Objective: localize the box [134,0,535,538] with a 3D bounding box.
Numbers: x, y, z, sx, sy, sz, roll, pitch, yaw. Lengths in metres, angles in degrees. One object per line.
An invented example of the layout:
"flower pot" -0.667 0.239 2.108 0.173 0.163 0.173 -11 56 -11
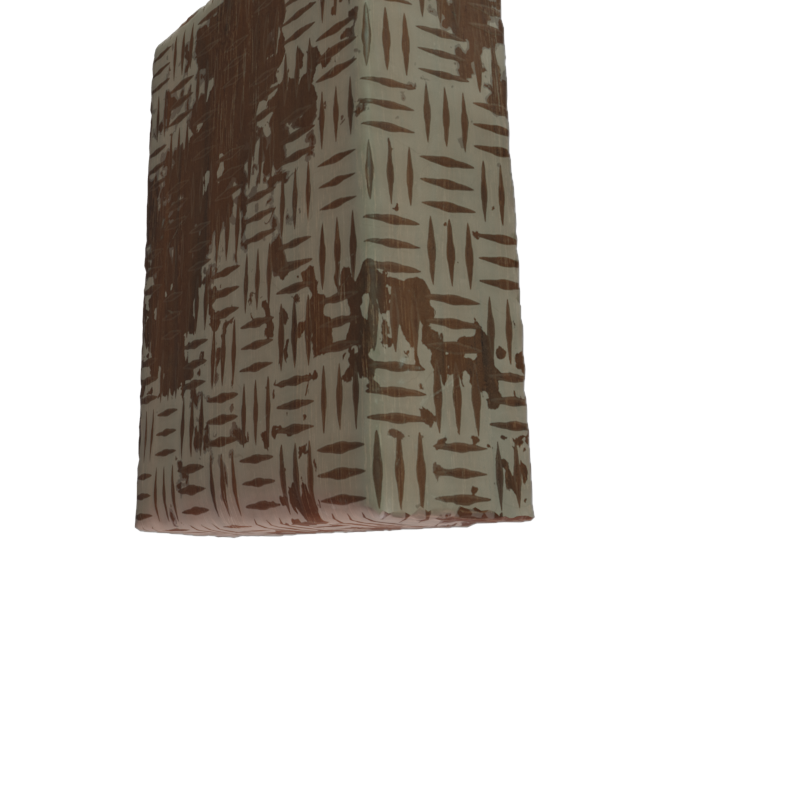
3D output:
"box" -0.033 -0.060 0.420 0.068 0.222 0.166 10 -17 -36
